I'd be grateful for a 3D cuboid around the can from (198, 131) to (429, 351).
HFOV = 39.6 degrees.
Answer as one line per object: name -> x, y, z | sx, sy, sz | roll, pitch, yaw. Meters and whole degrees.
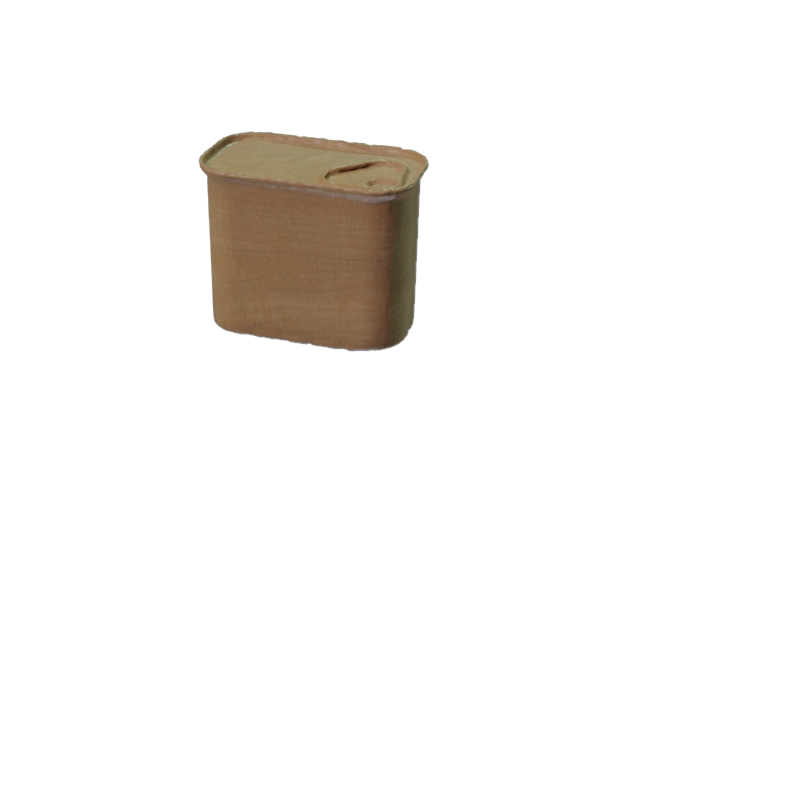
can -> -0.041, -0.074, 0.521 | 0.104, 0.079, 0.059 | 9, 29, 15
